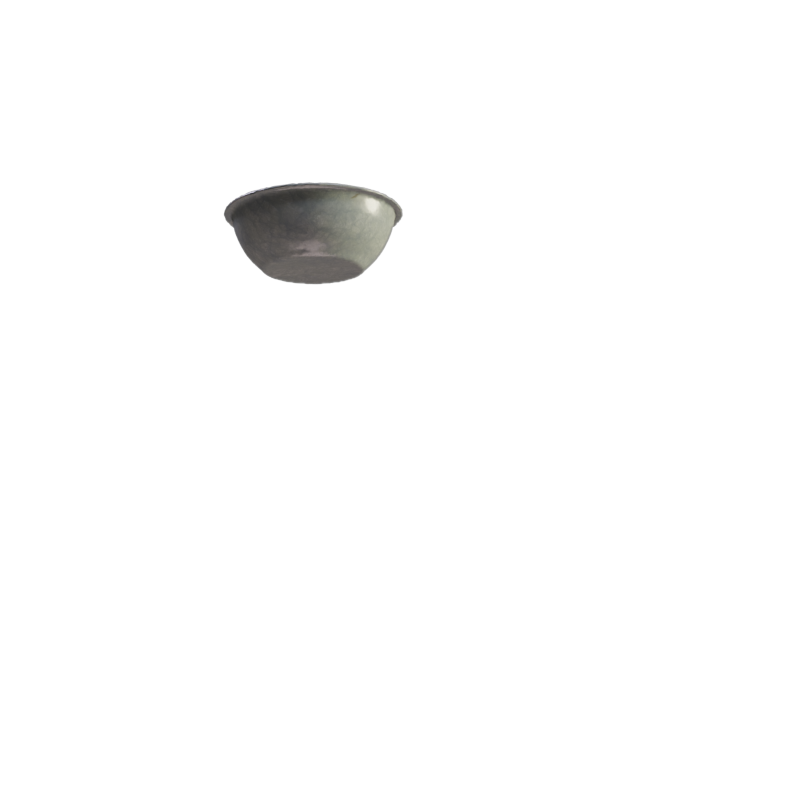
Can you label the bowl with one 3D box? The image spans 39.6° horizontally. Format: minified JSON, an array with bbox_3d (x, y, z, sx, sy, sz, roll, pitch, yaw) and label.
[{"bbox_3d":[-0.078,-0.142,0.996,0.162,0.057,0.157,0,-11,-2],"label":"bowl"}]
